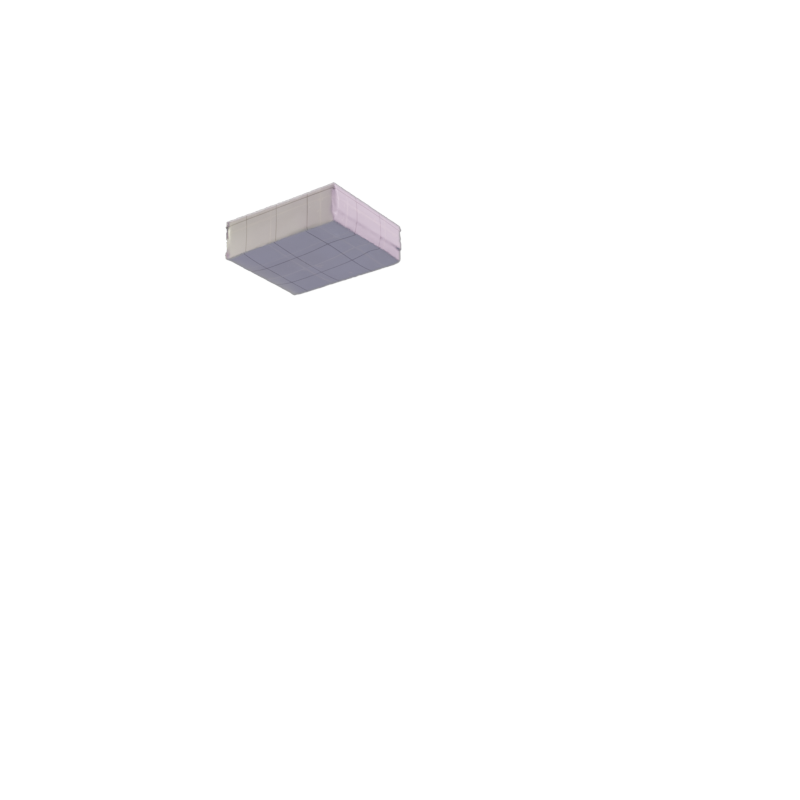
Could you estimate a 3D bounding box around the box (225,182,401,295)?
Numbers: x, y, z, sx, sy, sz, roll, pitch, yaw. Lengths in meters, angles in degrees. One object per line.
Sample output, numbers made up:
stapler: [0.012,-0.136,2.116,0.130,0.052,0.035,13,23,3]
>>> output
box: [-0.069,-0.126,0.884,0.115,0.041,0.084,-16,-27,32]
